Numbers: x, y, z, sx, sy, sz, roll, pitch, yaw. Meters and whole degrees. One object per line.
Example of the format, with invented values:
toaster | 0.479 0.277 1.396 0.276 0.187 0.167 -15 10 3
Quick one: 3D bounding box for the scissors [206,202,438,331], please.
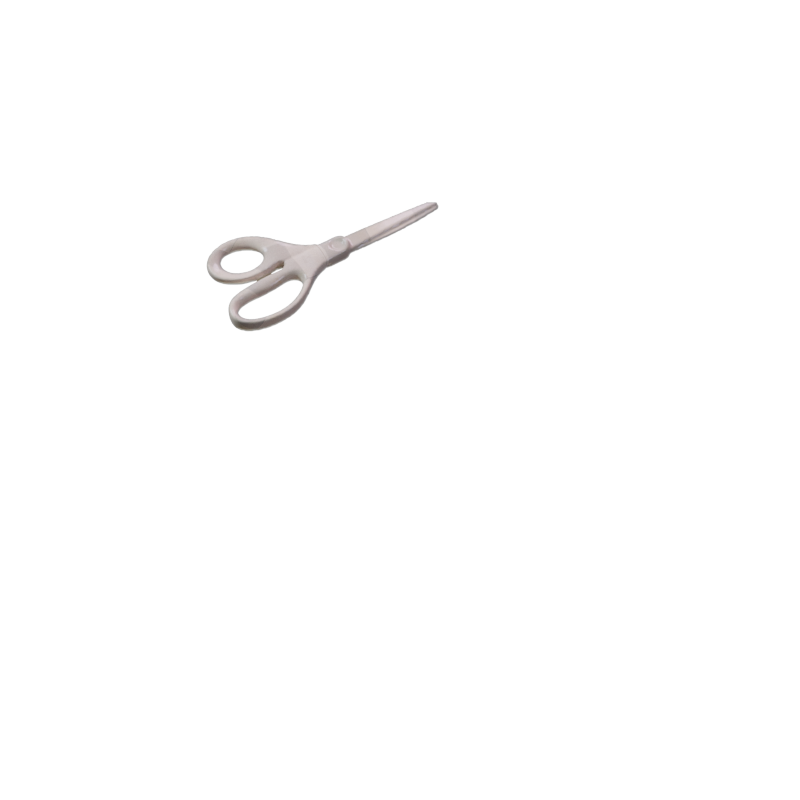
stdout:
scissors | -0.069 -0.127 0.887 0.102 0.015 0.204 34 58 24
